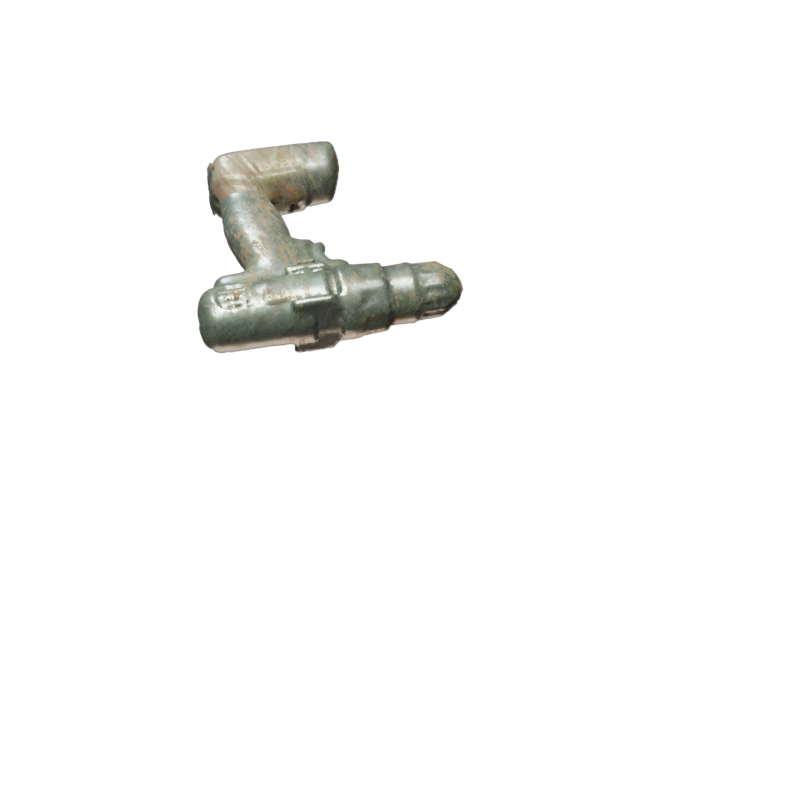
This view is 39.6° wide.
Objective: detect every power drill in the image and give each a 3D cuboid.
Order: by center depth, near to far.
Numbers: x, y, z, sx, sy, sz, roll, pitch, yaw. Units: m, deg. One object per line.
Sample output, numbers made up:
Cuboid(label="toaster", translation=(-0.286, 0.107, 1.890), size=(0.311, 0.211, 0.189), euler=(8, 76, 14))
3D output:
Cuboid(label="power drill", translation=(-0.064, -0.117, 0.817), size=(0.183, 0.053, 0.203), euler=(-8, 44, -9))
